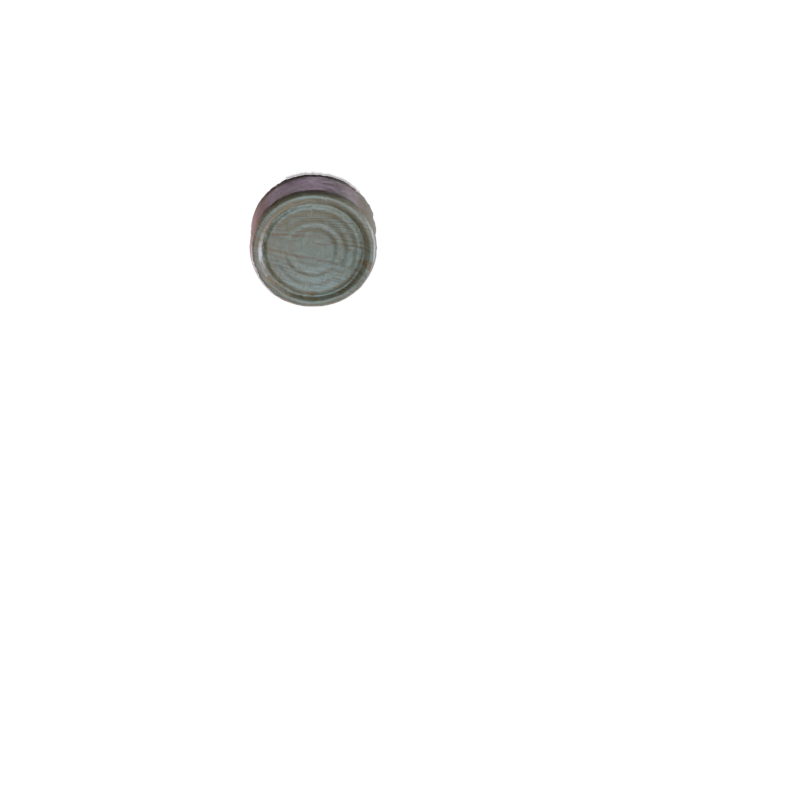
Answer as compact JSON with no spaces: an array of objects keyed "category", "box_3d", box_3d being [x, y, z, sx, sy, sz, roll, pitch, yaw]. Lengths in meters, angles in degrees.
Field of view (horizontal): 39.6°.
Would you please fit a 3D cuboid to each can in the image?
[{"category":"can","box_3d":[-0.058,-0.106,0.745,0.086,0.081,0.035,1,26,-1]}]
